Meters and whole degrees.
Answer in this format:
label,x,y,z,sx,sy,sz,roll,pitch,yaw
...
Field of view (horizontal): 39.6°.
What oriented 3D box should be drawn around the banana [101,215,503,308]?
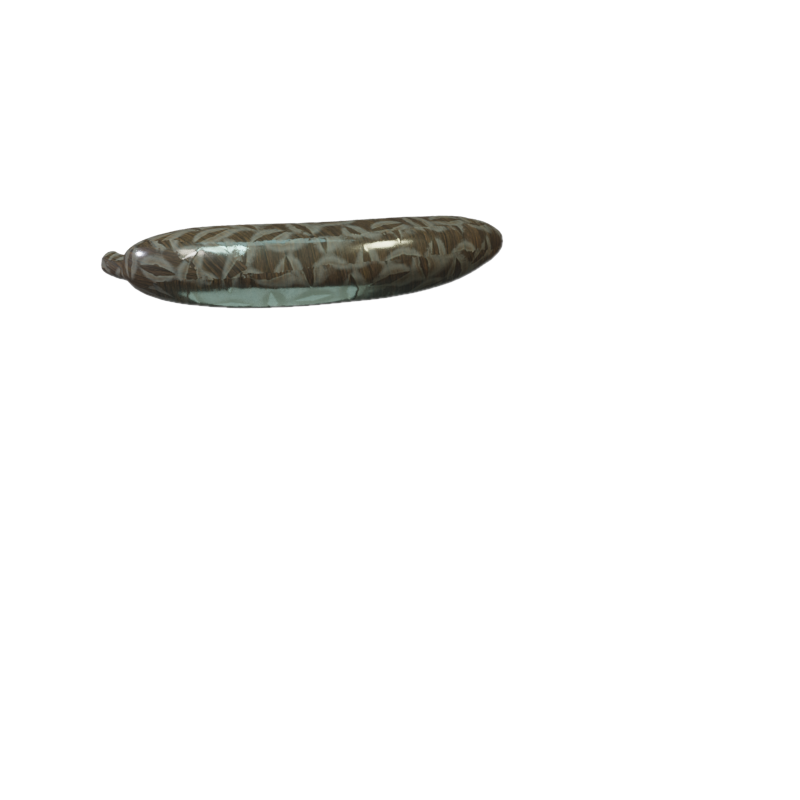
label,x,y,z,sx,sy,sz,roll,pitch,yaw
banana,-0.043,-0.068,0.517,0.196,0.035,0.073,-2,24,-5
